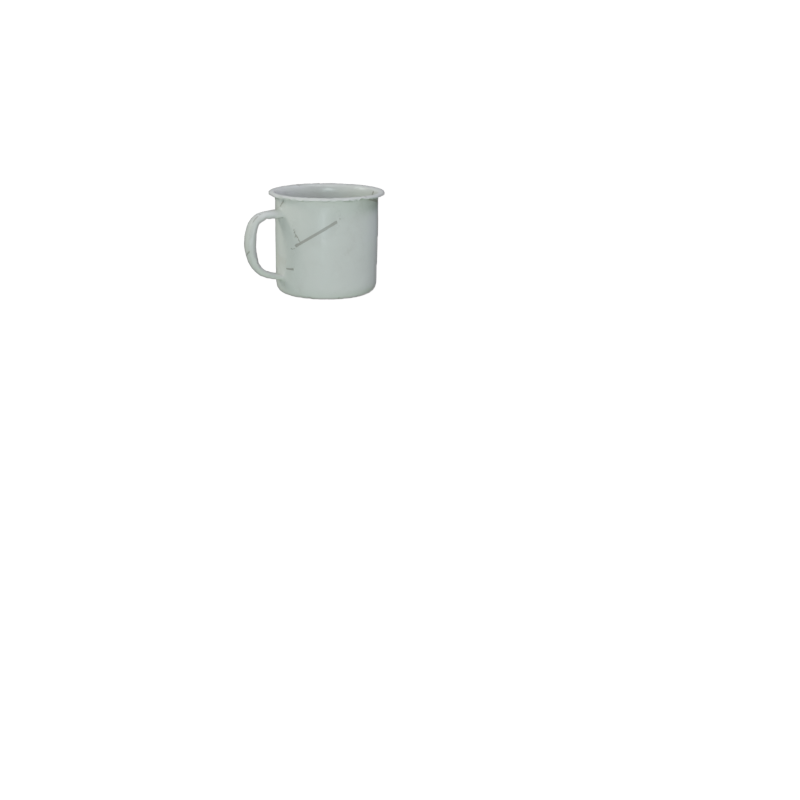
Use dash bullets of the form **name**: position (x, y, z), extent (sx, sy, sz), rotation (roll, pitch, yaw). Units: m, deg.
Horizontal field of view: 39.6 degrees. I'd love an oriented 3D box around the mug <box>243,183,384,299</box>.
- **mug**: position (-0.069, -0.126, 0.886), extent (0.114, 0.079, 0.099), rotation (-9, 18, -30)
